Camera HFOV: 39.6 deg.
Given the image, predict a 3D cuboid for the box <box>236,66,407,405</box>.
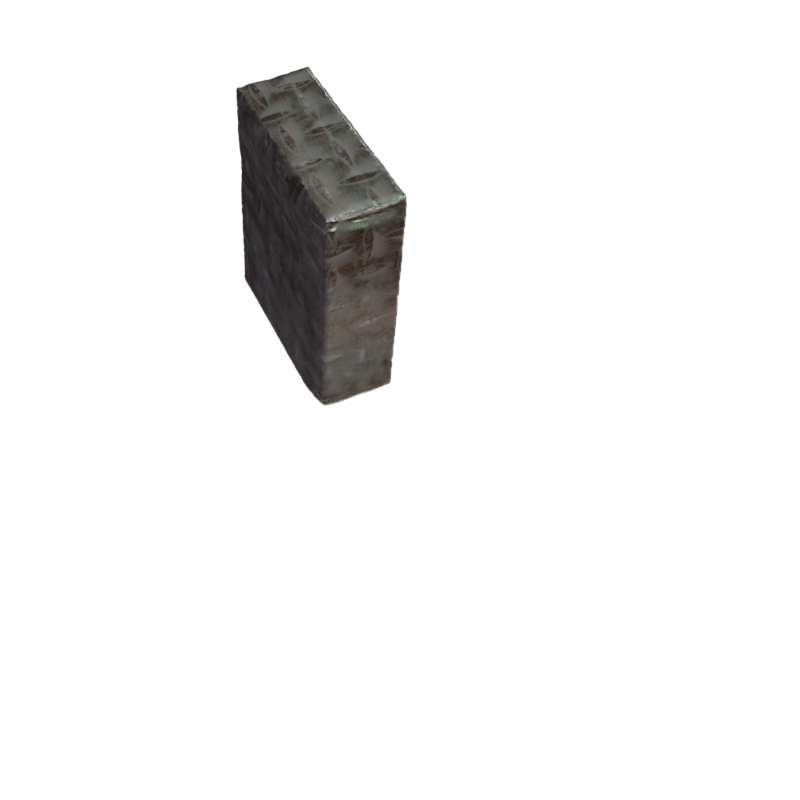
[{"bbox_3d":[-0.068,-0.124,0.870,0.071,0.177,0.199,-19,-37,-19],"label":"box"}]
